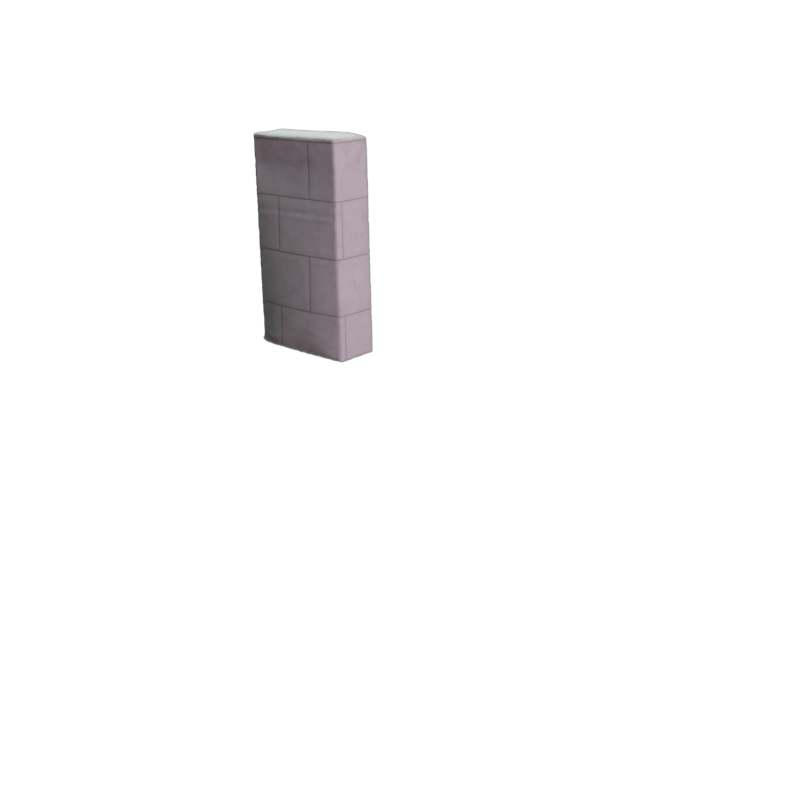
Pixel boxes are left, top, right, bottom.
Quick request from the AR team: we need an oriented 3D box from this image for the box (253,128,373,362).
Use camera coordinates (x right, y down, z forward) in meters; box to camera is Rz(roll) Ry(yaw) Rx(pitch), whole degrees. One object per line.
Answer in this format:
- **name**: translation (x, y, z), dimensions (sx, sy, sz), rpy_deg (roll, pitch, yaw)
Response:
- **box**: translation (-0.069, -0.127, 0.886), dimensions (0.098, 0.172, 0.047), rpy_deg (12, 15, 42)
